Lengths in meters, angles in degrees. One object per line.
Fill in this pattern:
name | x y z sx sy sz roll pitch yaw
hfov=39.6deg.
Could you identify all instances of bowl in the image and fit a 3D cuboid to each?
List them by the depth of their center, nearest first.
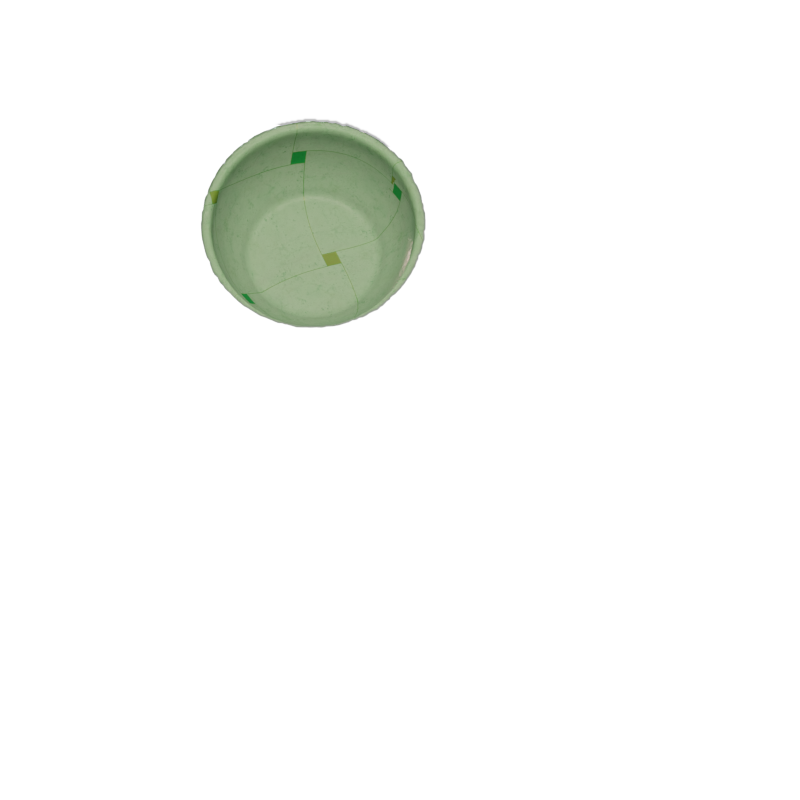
bowl | -0.061 -0.111 0.777 0.162 0.154 0.058 1 25 -1
